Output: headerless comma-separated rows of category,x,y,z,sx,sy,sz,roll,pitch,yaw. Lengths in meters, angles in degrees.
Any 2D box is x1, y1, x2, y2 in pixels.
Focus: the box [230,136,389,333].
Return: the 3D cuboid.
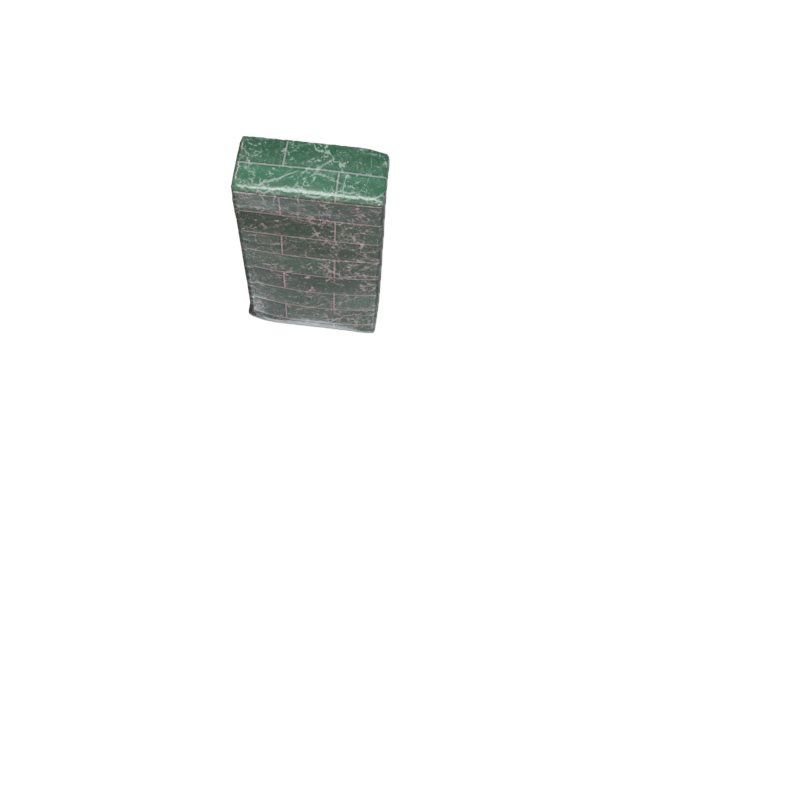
box,-0.057,-0.104,0.729,0.094,0.051,0.166,8,-26,1
